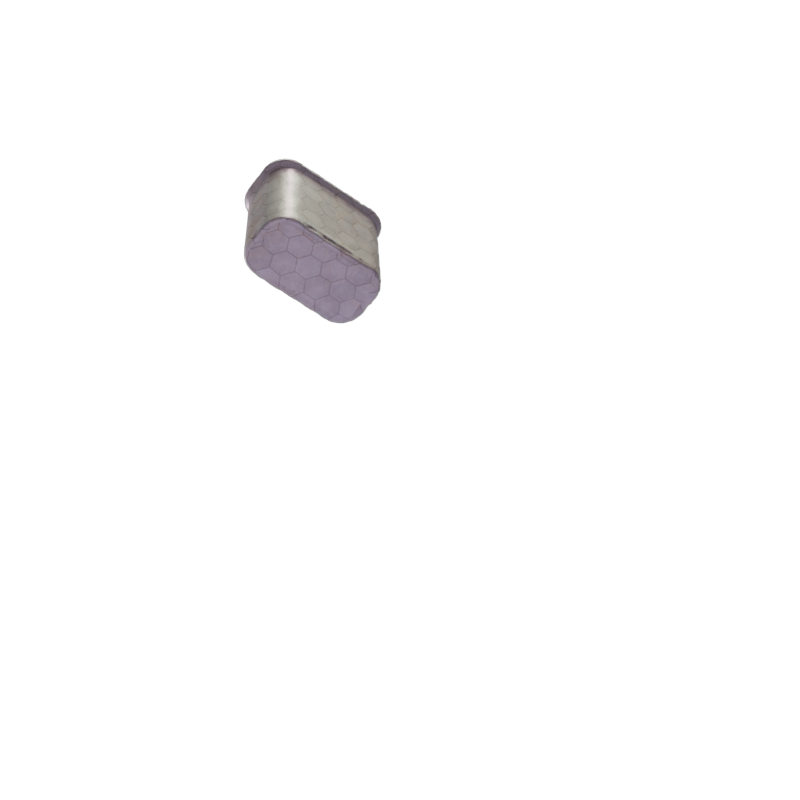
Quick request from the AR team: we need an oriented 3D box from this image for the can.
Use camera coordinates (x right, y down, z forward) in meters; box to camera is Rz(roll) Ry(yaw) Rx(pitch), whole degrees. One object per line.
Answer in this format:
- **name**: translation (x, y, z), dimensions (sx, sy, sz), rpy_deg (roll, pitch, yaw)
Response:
- **can**: translation (-0.062, -0.112, 0.786), dimensions (0.098, 0.056, 0.089), rpy_deg (31, 28, -21)
